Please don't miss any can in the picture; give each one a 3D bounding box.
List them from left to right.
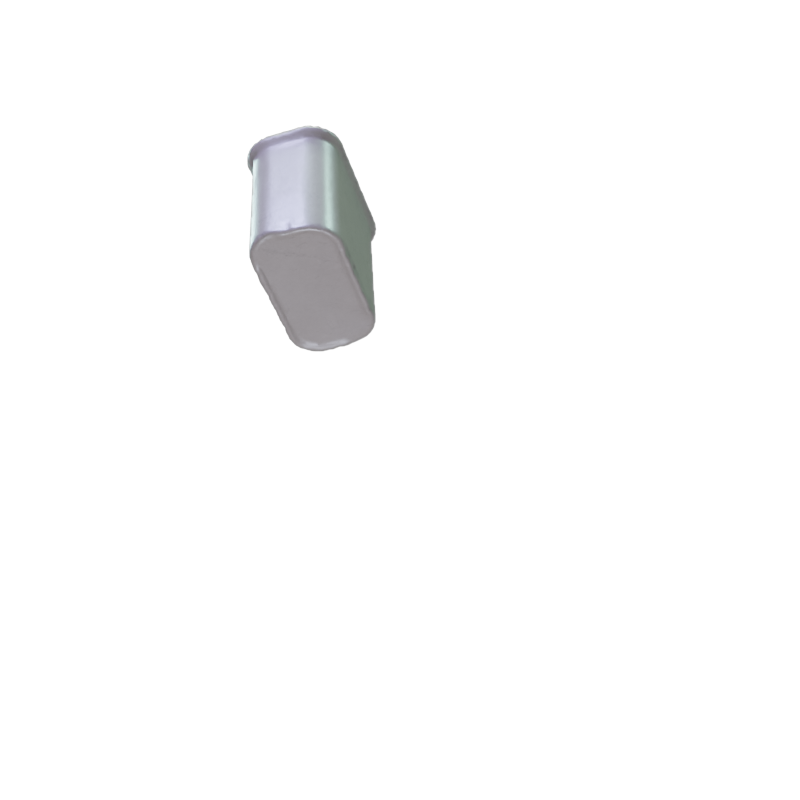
[{"bbox_3d":[-0.050,-0.091,0.637,0.058,0.090,0.094,-14,-44,11],"label":"can"}]
